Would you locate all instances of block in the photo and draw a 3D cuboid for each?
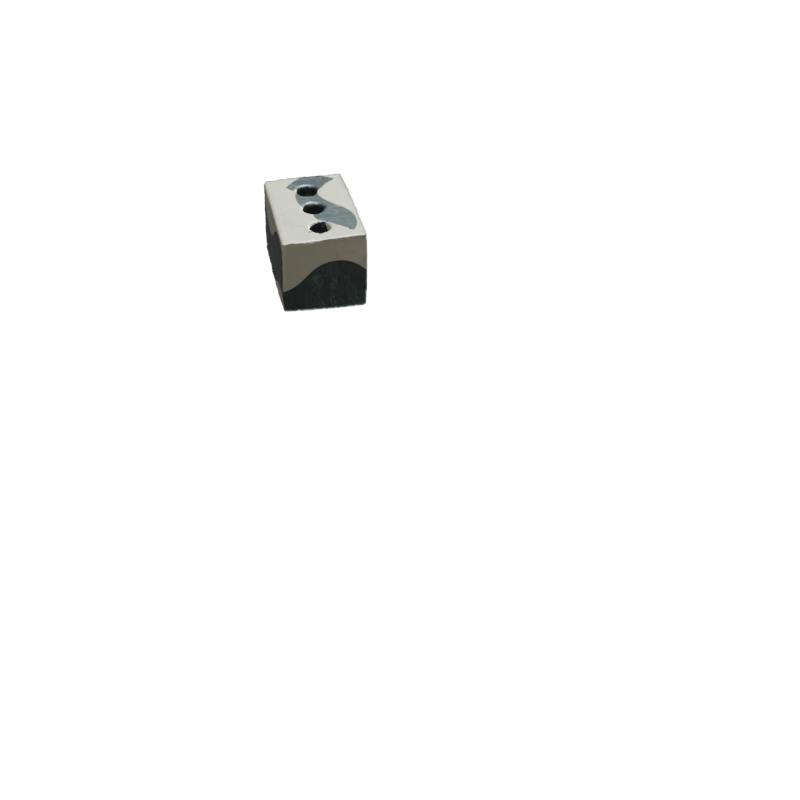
[{"bbox_3d":[-0.054,-0.099,0.695,0.052,0.048,0.084,-7,38,-12],"label":"block"}]
